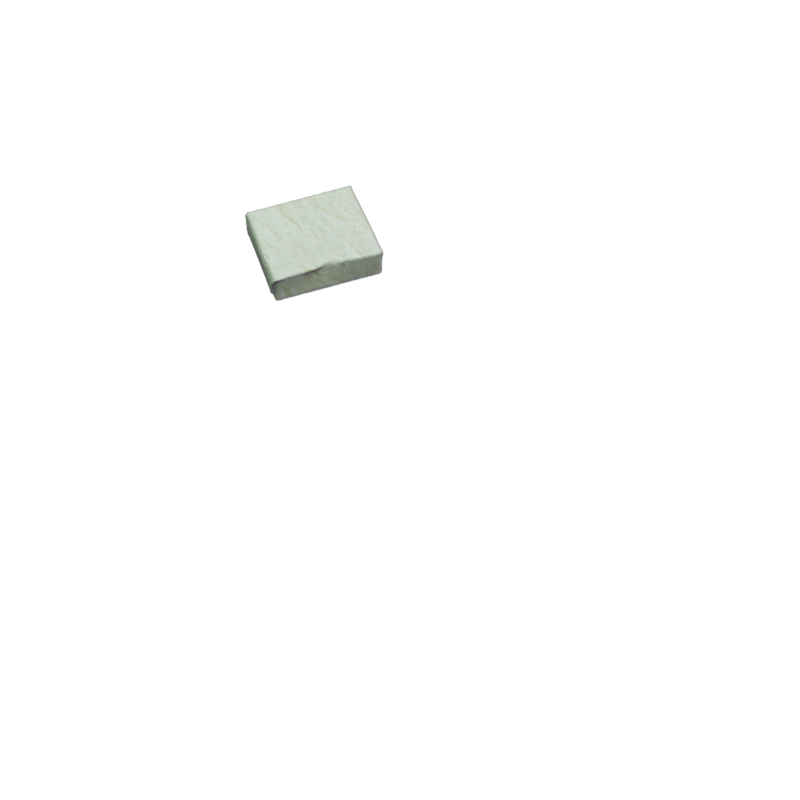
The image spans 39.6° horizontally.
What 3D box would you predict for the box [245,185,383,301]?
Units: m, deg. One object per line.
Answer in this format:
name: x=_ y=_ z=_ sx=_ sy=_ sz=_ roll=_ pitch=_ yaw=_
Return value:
box: x=-0.067 y=-0.121 z=0.851 sx=0.088 sy=0.079 sz=0.028 roll=-16 pitch=-35 yaw=-12
